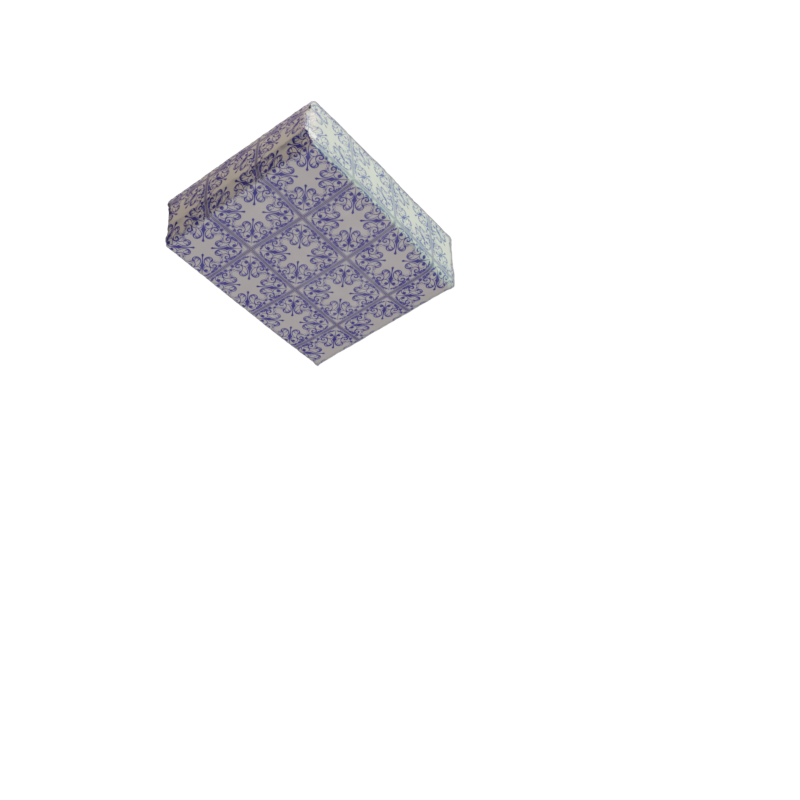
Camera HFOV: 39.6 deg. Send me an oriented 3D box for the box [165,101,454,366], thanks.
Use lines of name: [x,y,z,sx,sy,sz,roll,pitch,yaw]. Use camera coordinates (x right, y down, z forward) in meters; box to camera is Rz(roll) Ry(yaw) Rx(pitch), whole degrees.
box: [-0.041,-0.075,0.524,0.090,0.042,0.106,-29,-52,25]
